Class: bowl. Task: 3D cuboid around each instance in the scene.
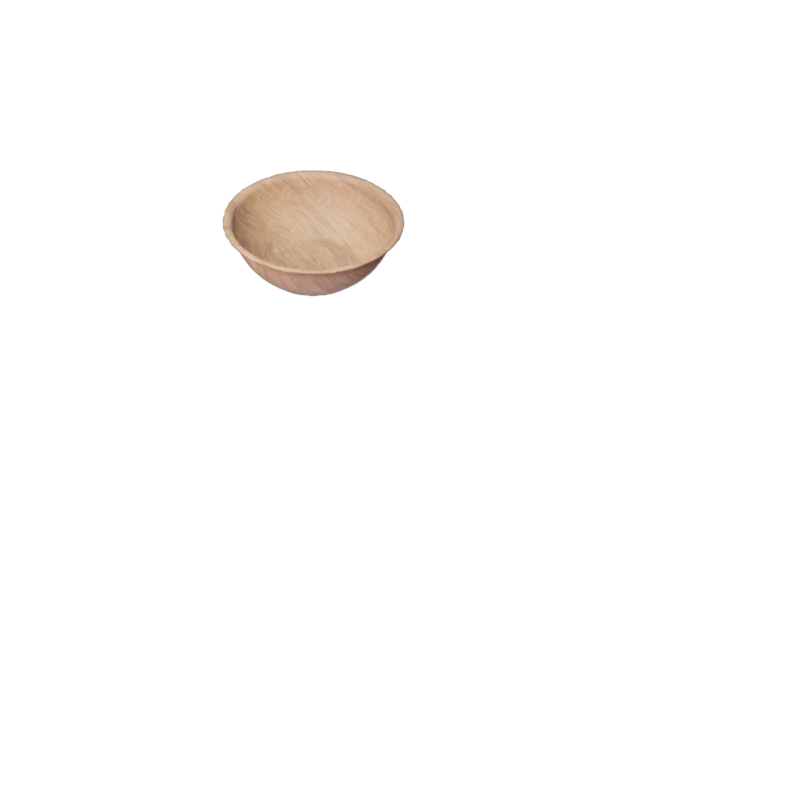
[{"bbox_3d":[-0.078,-0.143,0.999,0.162,0.051,0.174,-1,40,-2],"label":"bowl"}]
